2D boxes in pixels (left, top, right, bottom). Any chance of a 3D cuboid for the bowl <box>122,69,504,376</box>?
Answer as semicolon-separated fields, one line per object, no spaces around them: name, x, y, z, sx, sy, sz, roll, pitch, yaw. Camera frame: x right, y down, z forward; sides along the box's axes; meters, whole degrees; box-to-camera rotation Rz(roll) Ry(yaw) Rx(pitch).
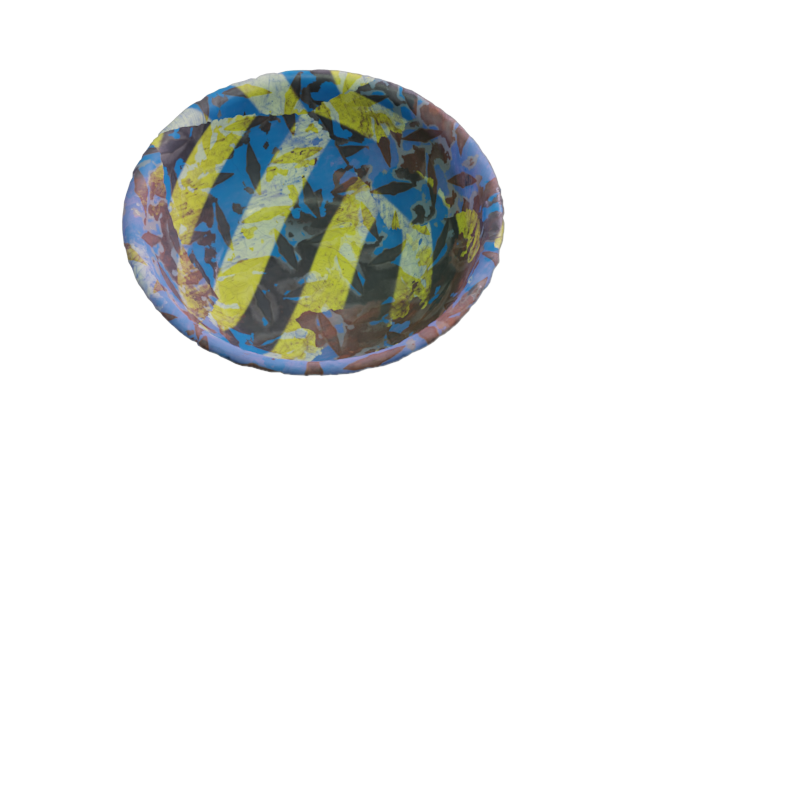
bowl;-0.038;-0.070;0.491;0.162;0.173;0.051;-1;-33;-1
